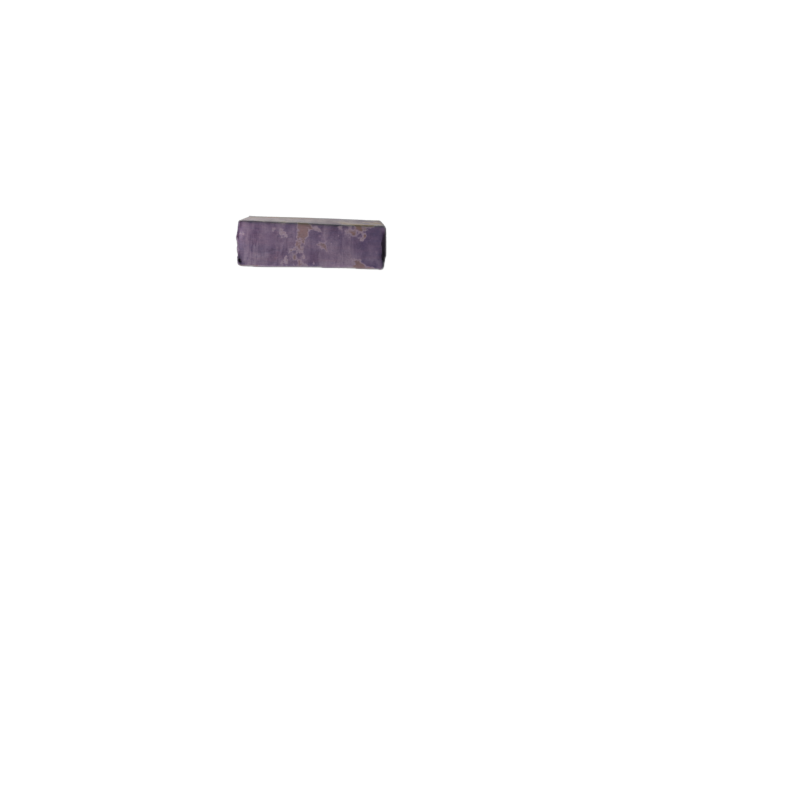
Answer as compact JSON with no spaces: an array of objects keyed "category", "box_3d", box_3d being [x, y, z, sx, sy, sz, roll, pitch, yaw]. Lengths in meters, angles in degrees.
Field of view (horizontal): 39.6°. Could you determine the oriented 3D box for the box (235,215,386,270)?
[{"category":"box","box_3d":[-0.068,-0.123,0.865,0.113,0.038,0.091,0,9,0]}]
